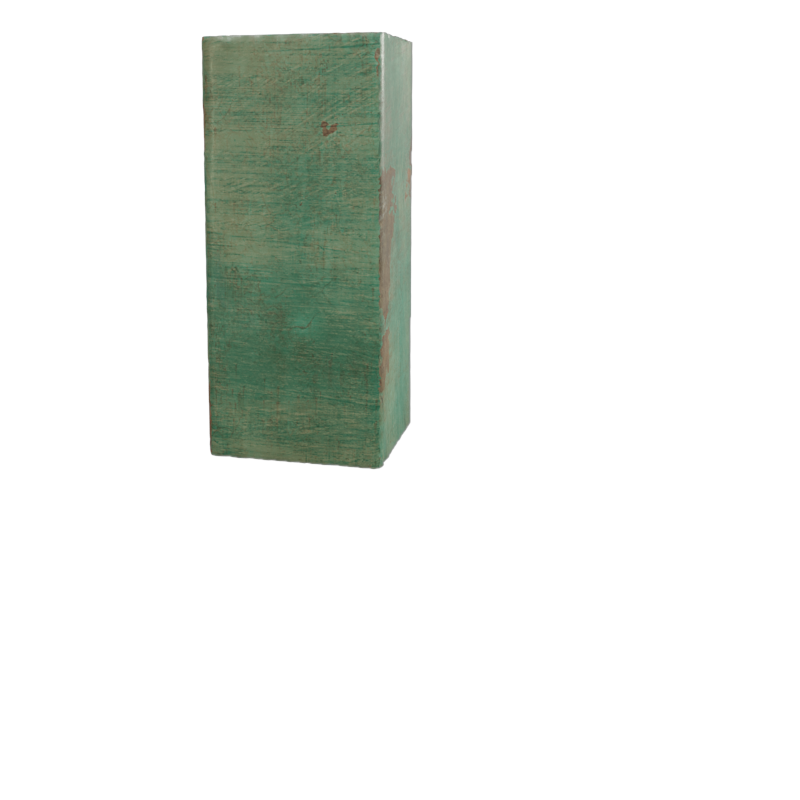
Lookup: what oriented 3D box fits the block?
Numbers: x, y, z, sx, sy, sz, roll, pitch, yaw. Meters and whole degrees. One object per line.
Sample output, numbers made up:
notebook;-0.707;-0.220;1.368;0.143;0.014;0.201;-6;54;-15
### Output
block;-0.045;-0.081;0.568;0.092;0.202;0.090;2;9;12
